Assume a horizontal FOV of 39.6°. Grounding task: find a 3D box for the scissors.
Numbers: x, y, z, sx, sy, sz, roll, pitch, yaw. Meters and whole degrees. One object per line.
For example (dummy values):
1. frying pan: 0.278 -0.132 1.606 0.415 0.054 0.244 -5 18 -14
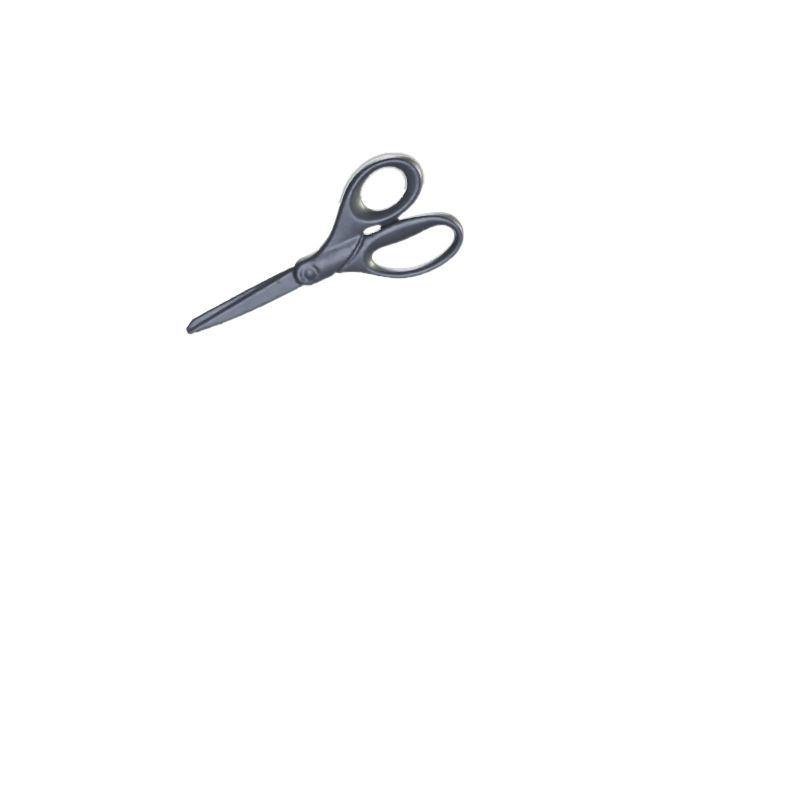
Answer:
1. scissors: -0.059 -0.107 0.753 0.202 0.092 0.016 -11 20 4
